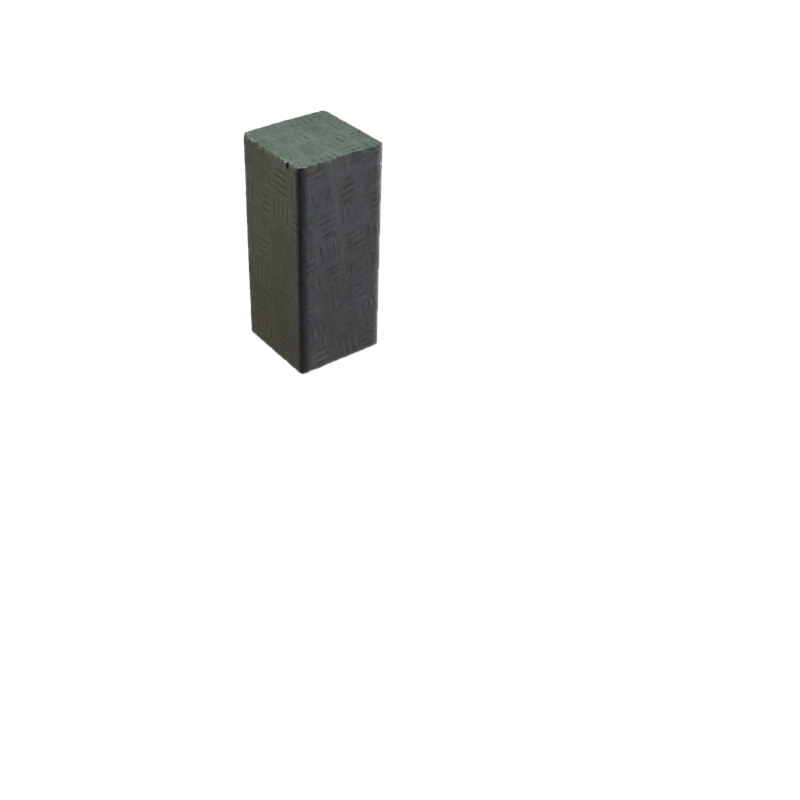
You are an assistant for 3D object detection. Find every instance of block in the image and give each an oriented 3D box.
[{"bbox_3d":[-0.079,-0.142,0.996,0.089,0.193,0.098,-21,40,-31],"label":"block"}]
